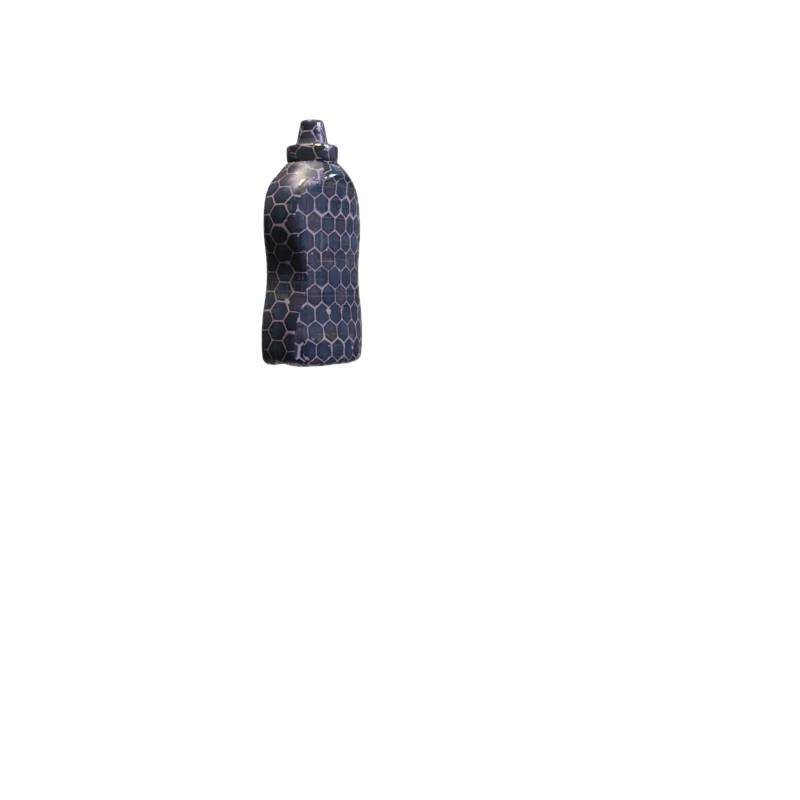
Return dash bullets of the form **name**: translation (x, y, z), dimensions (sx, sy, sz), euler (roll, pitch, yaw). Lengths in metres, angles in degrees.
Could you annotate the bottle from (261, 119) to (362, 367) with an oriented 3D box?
- **bottle**: translation (-0.069, -0.125, 0.875), dimensions (0.060, 0.192, 0.092), euler (-1, 0, 36)
